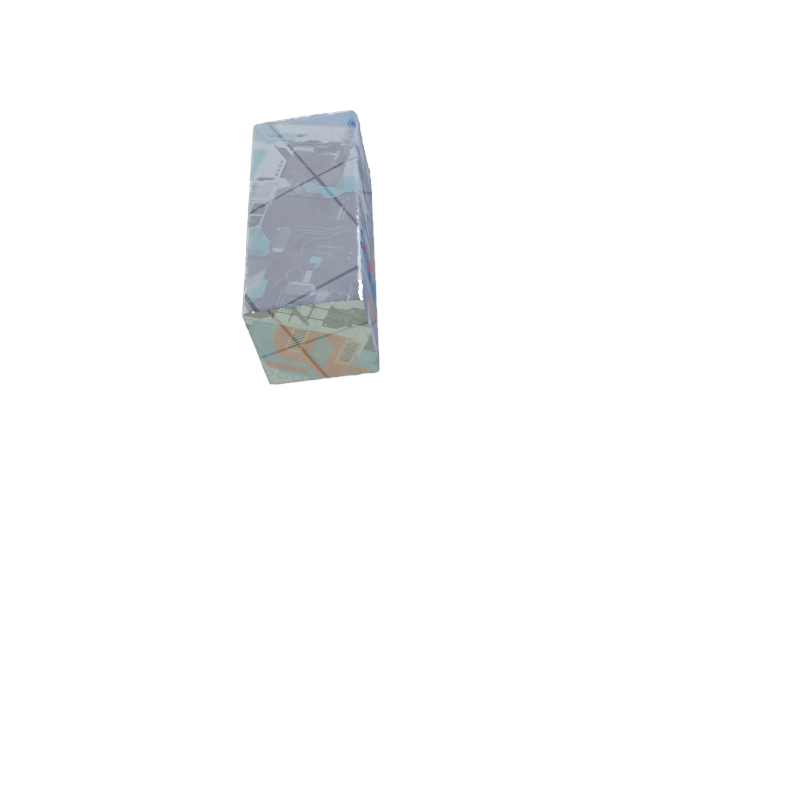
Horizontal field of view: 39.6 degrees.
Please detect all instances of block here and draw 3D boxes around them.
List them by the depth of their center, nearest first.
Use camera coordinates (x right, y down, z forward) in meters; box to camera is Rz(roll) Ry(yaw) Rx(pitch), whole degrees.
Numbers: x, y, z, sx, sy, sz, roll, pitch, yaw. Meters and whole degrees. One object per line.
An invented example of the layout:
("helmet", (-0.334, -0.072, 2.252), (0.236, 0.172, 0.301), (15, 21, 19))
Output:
("block", (-0.069, -0.127, 0.888), (0.091, 0.221, 0.084), (-8, -40, 6))
